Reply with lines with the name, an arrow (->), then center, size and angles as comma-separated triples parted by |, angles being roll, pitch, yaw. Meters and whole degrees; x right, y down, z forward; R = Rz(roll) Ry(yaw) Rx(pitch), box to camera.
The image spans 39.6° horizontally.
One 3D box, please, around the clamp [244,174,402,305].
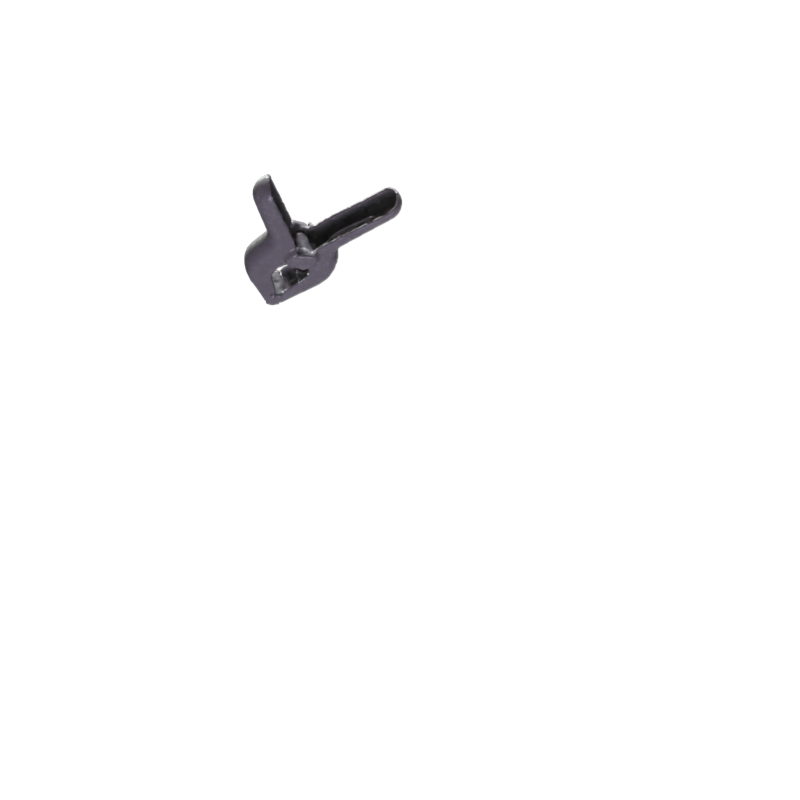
clamp -> -0.071, -0.130, 0.913 | 0.118, 0.041, 0.165 | 5, -24, -12
